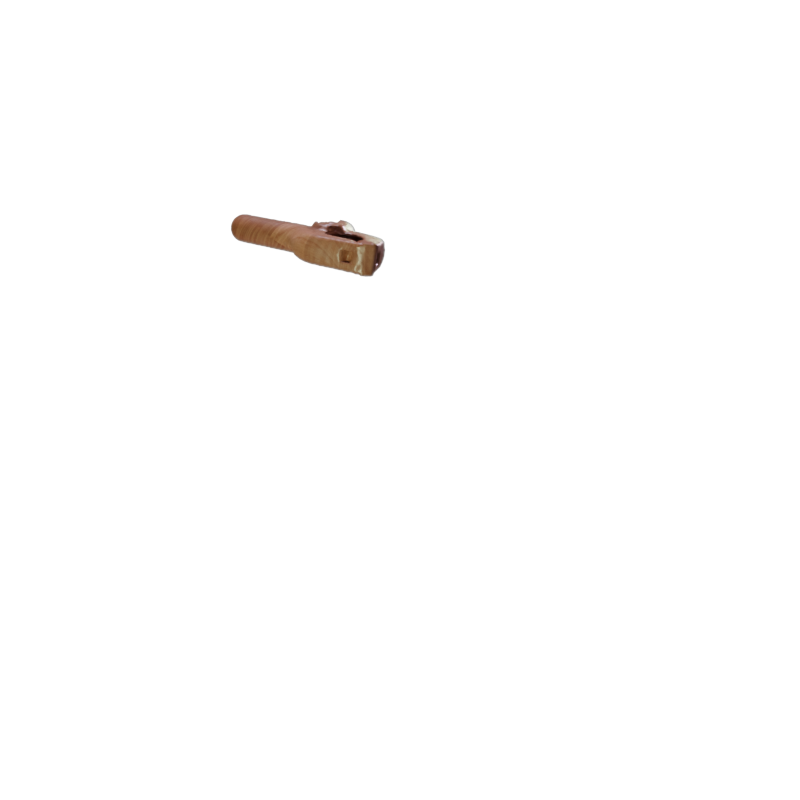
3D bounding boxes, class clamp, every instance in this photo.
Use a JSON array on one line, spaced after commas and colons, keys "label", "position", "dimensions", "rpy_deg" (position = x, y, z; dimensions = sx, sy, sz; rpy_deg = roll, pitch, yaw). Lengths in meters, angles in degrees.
[{"label": "clamp", "position": [-0.075, -0.136, 0.956], "dimensions": [0.118, 0.038, 0.179], "rpy_deg": [-5, 15, -18]}]
